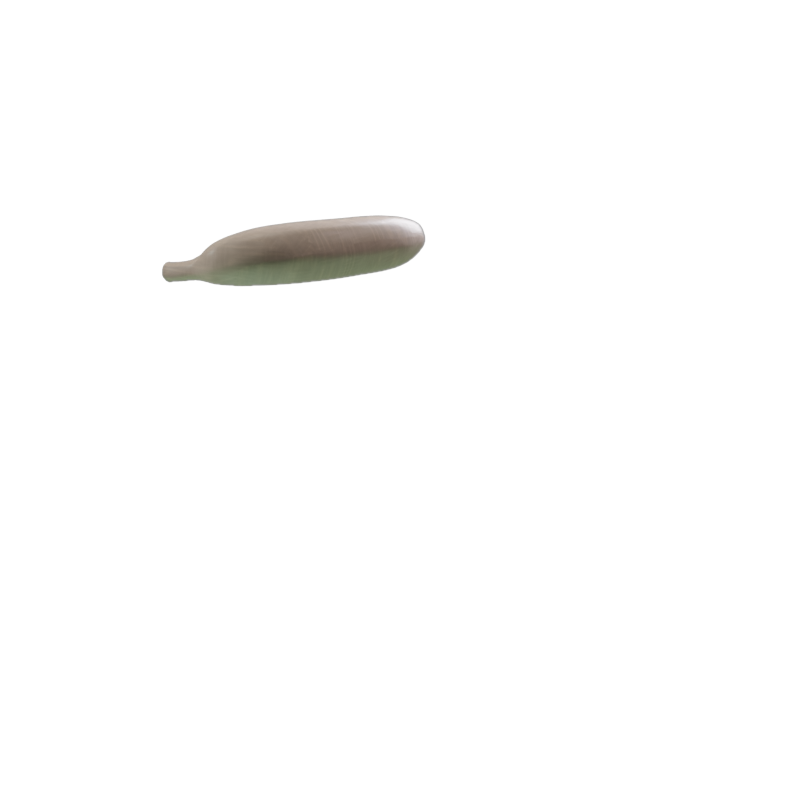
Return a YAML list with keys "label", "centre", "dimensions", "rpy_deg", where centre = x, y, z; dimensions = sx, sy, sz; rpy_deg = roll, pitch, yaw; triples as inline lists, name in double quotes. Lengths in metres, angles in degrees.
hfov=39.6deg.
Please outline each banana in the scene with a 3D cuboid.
- label: "banana"
  centre: [-0.048, -0.097, 0.698]
  dimensions: [0.192, 0.036, 0.073]
  rpy_deg: [-11, 18, -35]
